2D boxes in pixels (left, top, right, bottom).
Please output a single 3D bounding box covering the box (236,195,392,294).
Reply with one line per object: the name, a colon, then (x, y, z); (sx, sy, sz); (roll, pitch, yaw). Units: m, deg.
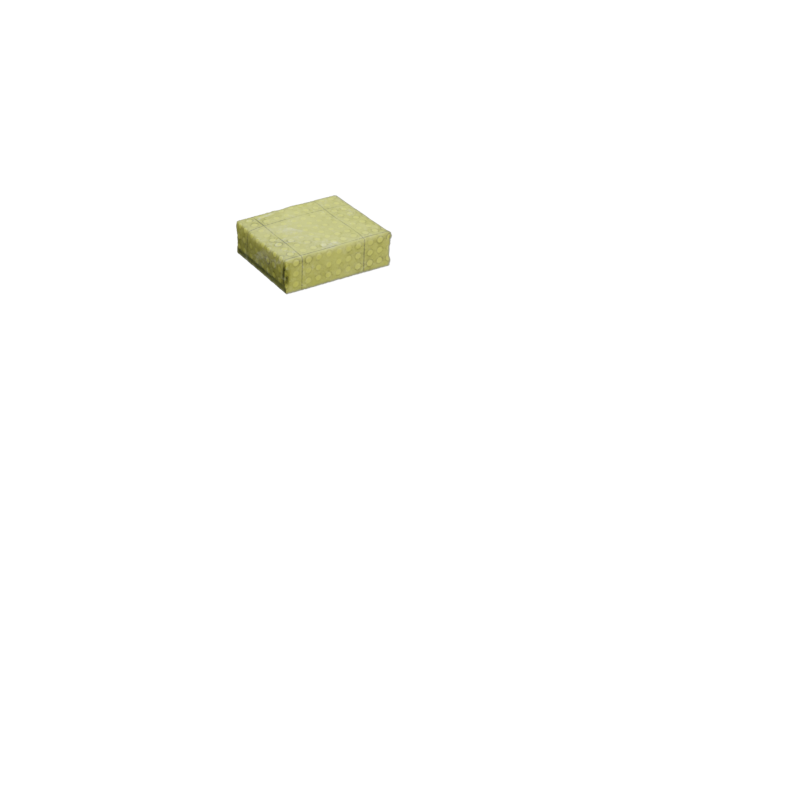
box: (-0.062, -0.114, 0.795); (0.088, 0.028, 0.079); (-19, 38, -27)
